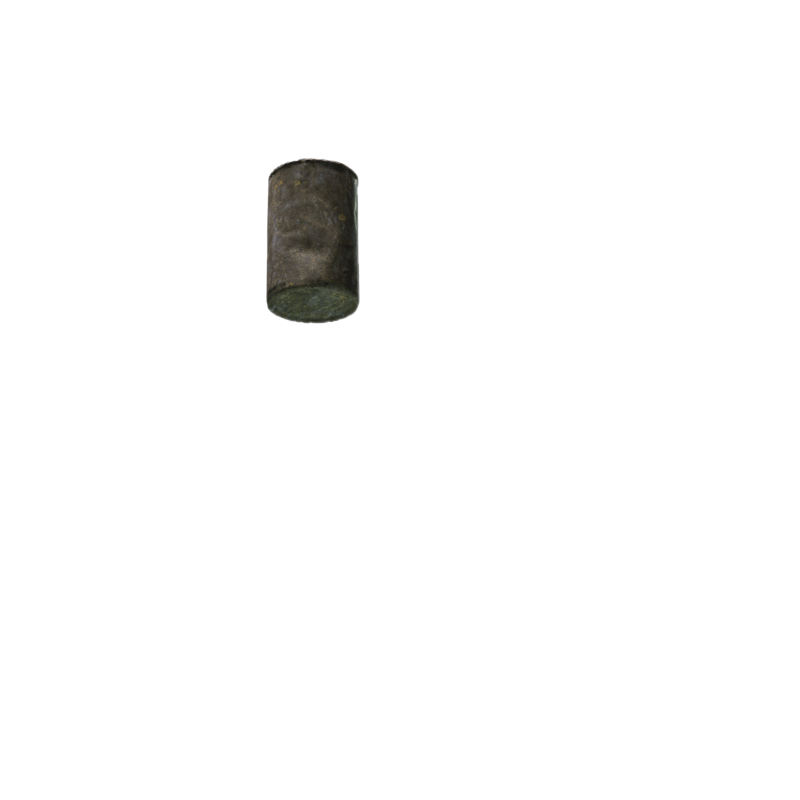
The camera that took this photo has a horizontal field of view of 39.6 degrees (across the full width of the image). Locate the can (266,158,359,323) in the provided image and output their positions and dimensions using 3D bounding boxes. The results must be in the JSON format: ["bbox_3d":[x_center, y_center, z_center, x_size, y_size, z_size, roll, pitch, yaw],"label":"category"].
[{"bbox_3d":[-0.063,-0.115,0.804,0.068,0.108,0.065,0,-23,-2],"label":"can"}]
